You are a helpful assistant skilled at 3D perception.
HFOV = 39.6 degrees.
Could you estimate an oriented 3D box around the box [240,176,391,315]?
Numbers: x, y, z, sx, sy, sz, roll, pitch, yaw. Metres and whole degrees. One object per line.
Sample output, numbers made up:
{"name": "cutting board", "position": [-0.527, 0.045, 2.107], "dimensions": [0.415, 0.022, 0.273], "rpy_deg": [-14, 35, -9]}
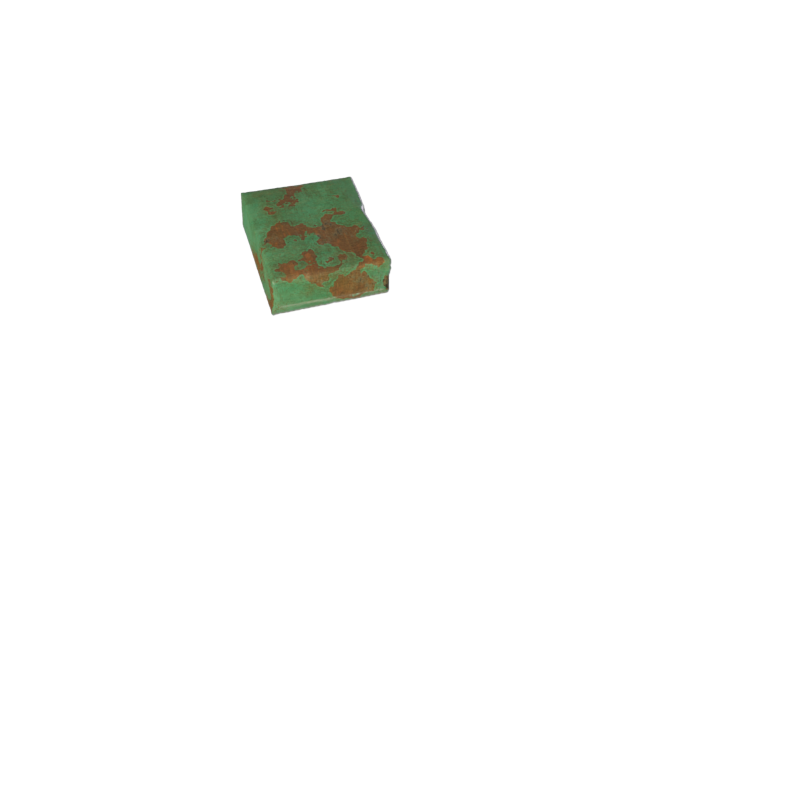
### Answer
{"name": "box", "position": [-0.053, -0.097, 0.677], "dimensions": [0.072, 0.028, 0.097], "rpy_deg": [-11, 46, -12]}
